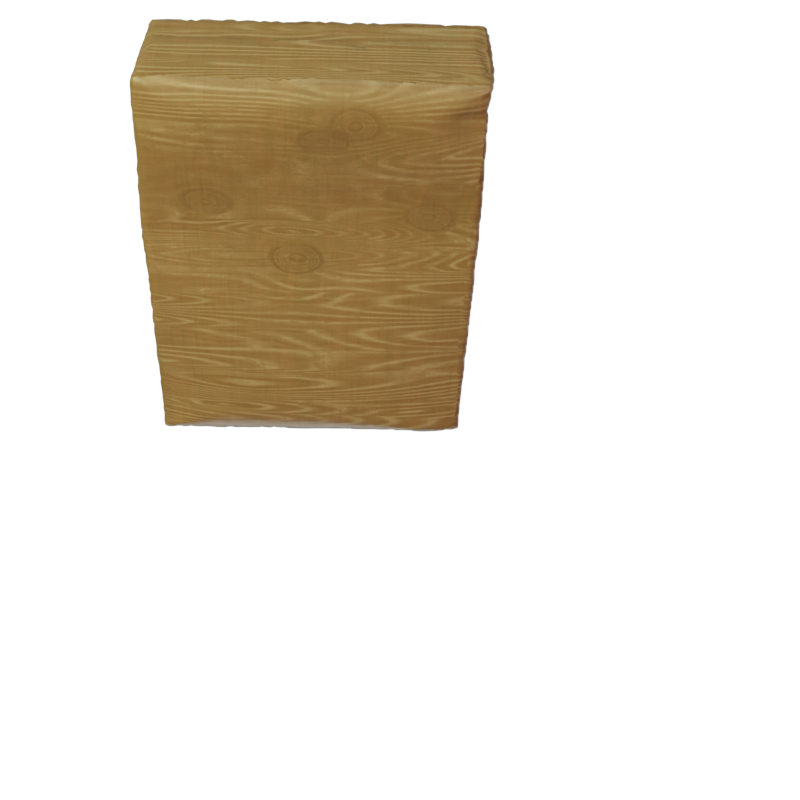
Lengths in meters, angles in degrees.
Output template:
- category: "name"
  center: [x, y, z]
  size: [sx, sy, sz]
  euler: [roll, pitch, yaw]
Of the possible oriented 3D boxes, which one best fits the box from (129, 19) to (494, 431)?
- category: "box"
  center: [-0.044, -0.081, 0.565]
  size: [0.164, 0.200, 0.077]
  euler: [2, 39, 0]
